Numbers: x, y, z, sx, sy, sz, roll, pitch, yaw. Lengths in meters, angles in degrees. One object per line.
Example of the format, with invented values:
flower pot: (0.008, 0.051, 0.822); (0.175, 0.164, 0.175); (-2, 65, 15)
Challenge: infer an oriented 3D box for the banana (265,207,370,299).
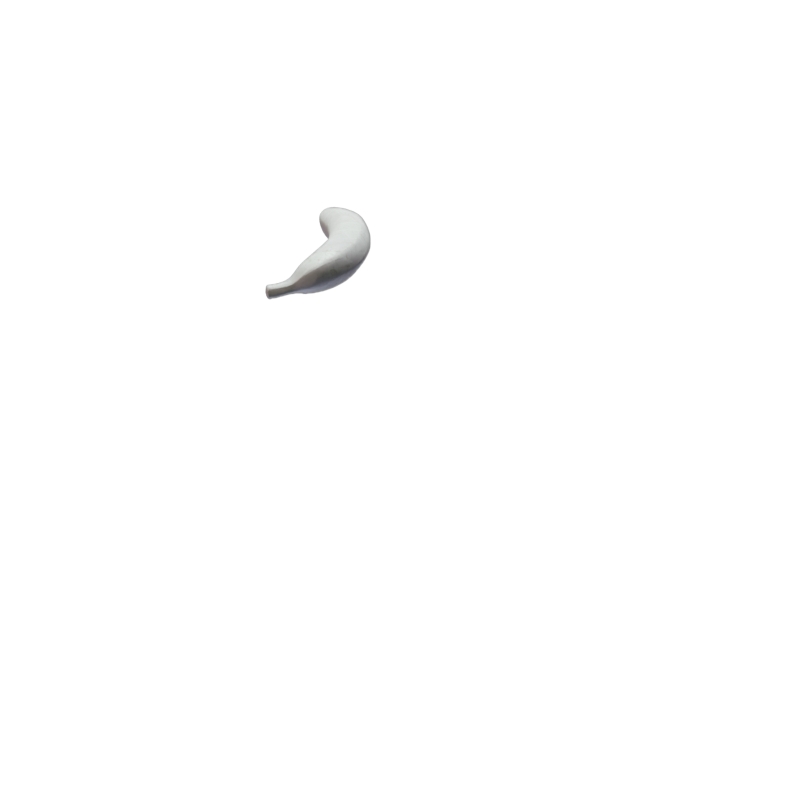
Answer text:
banana: (-0.060, -0.137, 0.978); (0.071, 0.035, 0.204); (5, 26, 10)
